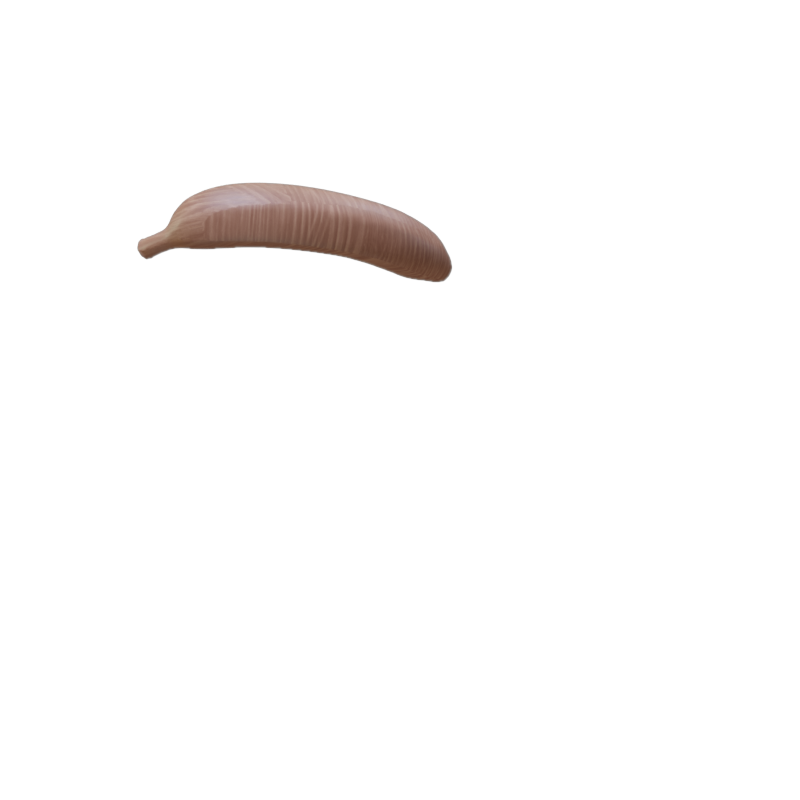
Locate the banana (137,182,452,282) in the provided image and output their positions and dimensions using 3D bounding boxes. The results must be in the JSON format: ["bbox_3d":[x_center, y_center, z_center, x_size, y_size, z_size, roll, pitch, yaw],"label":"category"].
[{"bbox_3d":[-0.047,-0.097,0.640,0.192,0.038,0.069,4,-13,-22],"label":"banana"}]
